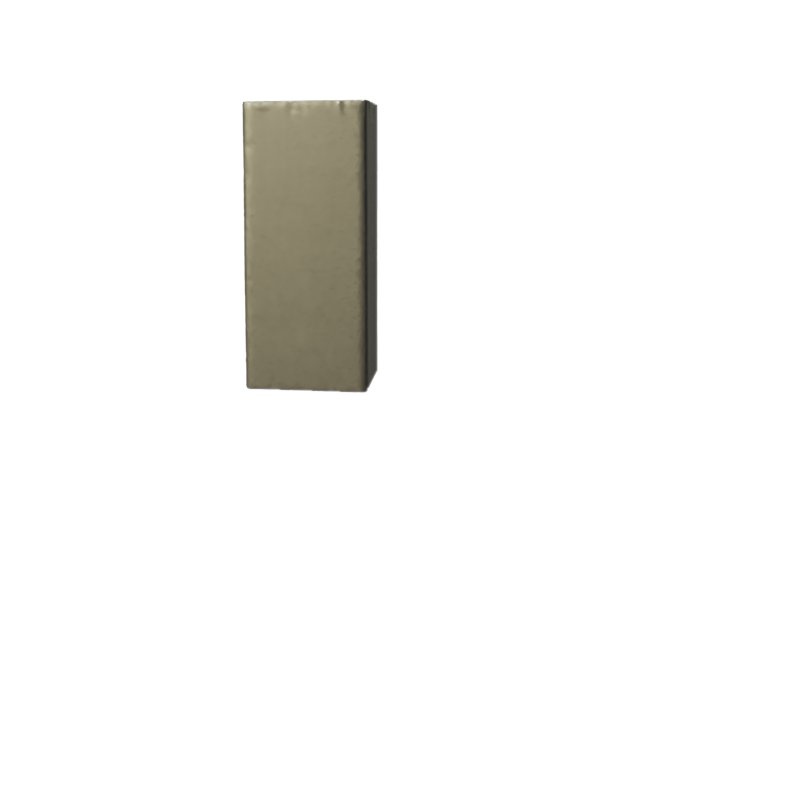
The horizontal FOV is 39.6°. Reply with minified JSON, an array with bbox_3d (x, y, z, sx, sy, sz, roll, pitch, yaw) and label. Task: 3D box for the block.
[{"bbox_3d":[-0.065,-0.118,0.824,0.092,0.203,0.091,1,6,6],"label":"block"}]
